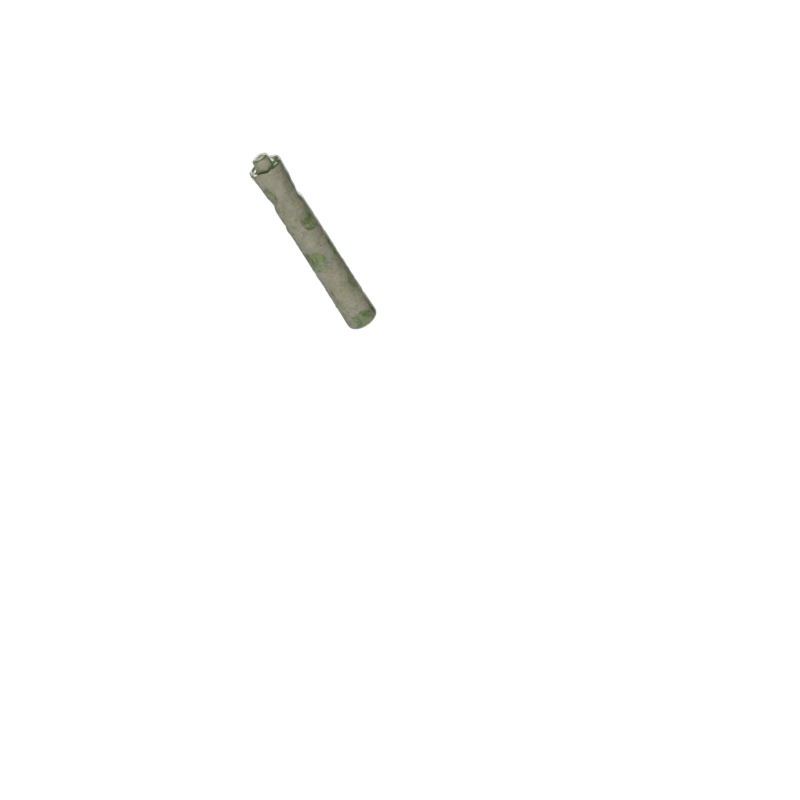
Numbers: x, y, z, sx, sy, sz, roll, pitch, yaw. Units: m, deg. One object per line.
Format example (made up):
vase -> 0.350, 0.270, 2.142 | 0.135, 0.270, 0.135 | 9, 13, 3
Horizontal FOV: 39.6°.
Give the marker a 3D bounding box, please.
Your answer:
marker -> -0.048, -0.088, 0.616 | 0.020, 0.113, 0.021 | -24, 32, 15
